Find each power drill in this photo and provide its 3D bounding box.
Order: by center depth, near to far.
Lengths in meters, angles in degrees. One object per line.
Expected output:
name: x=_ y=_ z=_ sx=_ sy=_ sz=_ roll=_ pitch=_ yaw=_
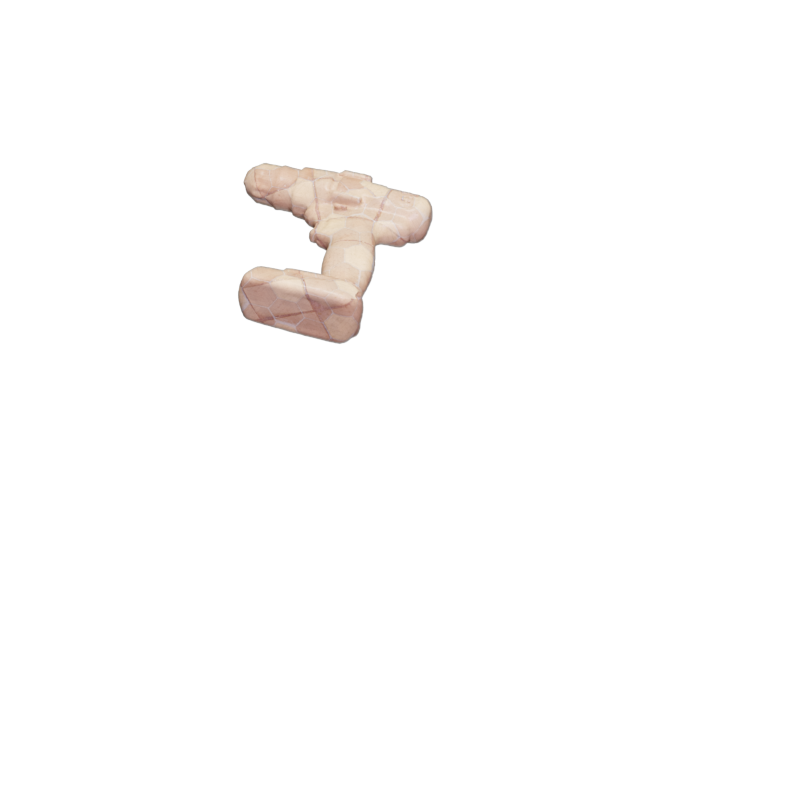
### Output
power drill: x=-0.078 y=-0.143 z=1.000 sx=0.189 sy=0.053 sz=0.197 roll=12 pitch=46 yaw=12
